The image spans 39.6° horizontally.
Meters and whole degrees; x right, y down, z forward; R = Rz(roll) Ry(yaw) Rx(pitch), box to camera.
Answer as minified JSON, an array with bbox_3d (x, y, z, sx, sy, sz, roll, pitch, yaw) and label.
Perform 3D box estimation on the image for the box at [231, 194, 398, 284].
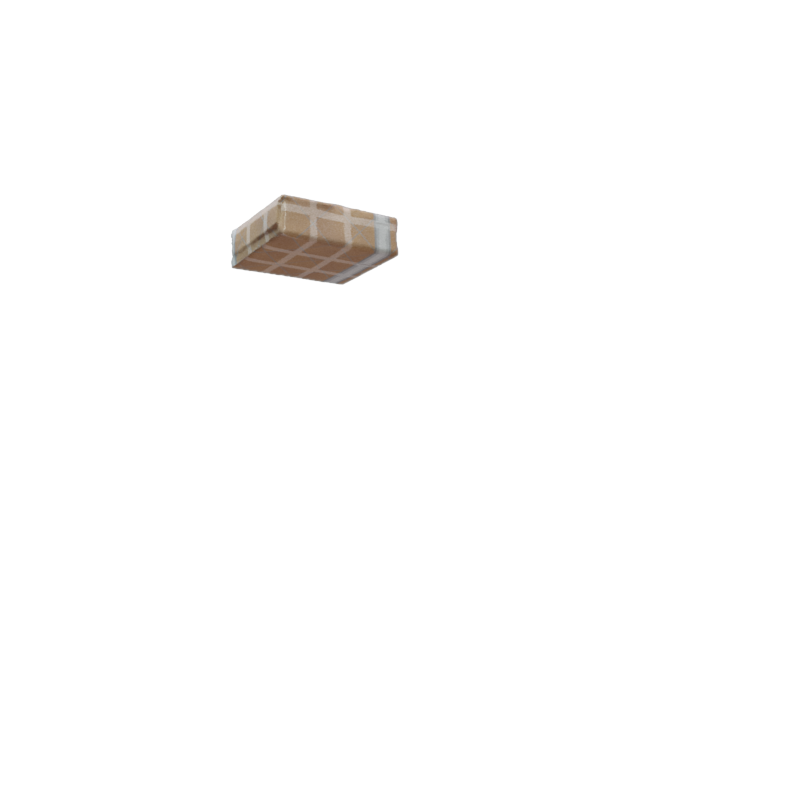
[{"bbox_3d":[-0.057,-0.105,0.732,0.086,0.031,0.073,8,-16,-29],"label":"box"}]
